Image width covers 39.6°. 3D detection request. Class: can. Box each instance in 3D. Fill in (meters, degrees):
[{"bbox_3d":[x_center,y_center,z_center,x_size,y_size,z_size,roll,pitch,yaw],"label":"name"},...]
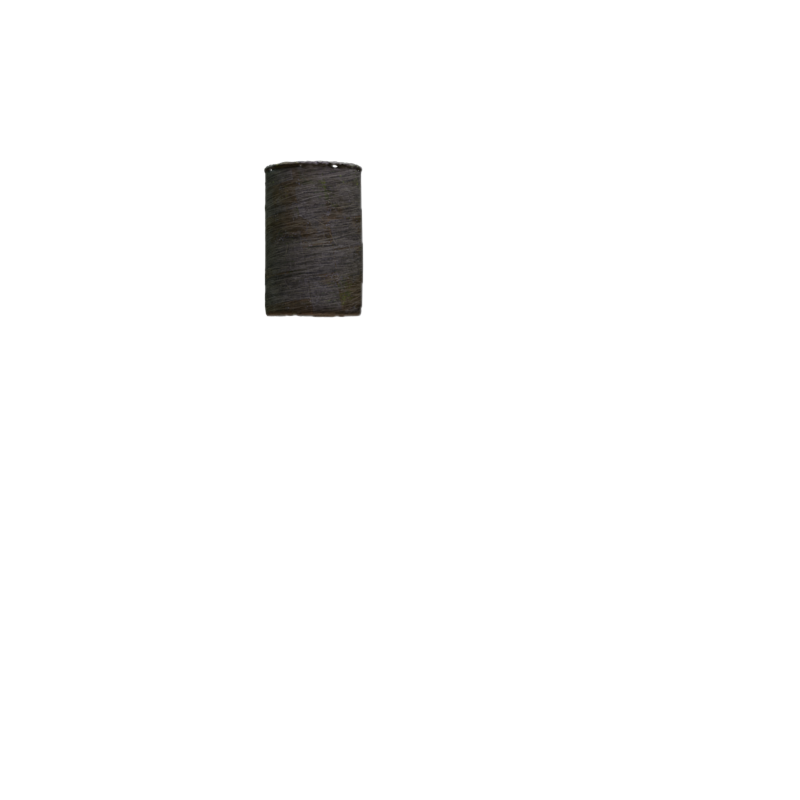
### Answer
[{"bbox_3d":[-0.060,-0.109,0.761,0.068,0.103,0.068,0,-3,-2],"label":"can"}]
